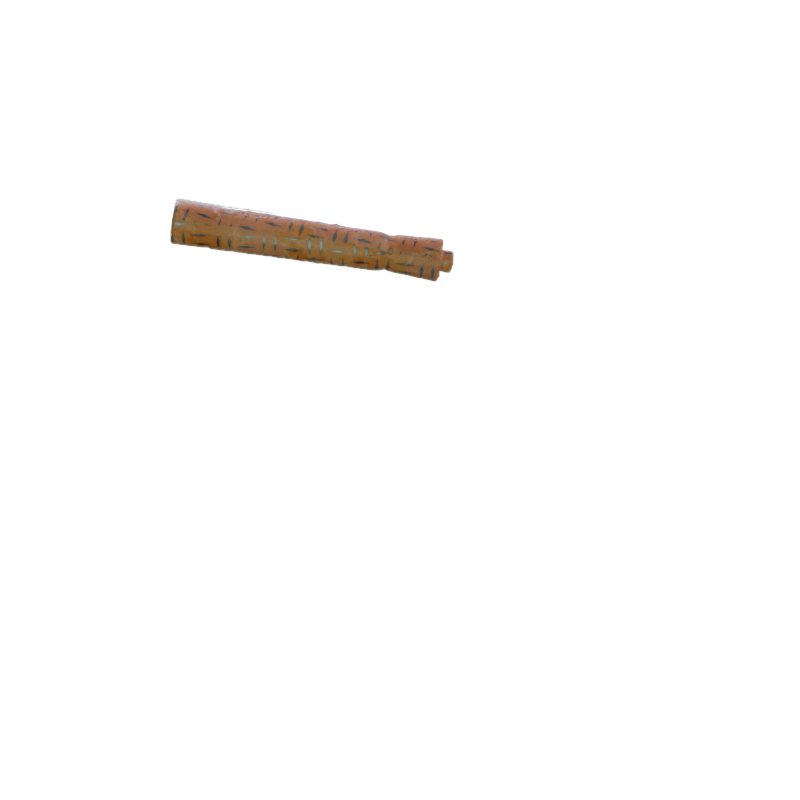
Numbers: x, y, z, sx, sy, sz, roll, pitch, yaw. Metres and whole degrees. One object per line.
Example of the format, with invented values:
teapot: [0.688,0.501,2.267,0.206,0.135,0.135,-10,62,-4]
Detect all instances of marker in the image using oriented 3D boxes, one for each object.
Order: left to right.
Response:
marker: [-0.037,-0.068,0.476,0.120,0.020,0.020,8,3,-3]
